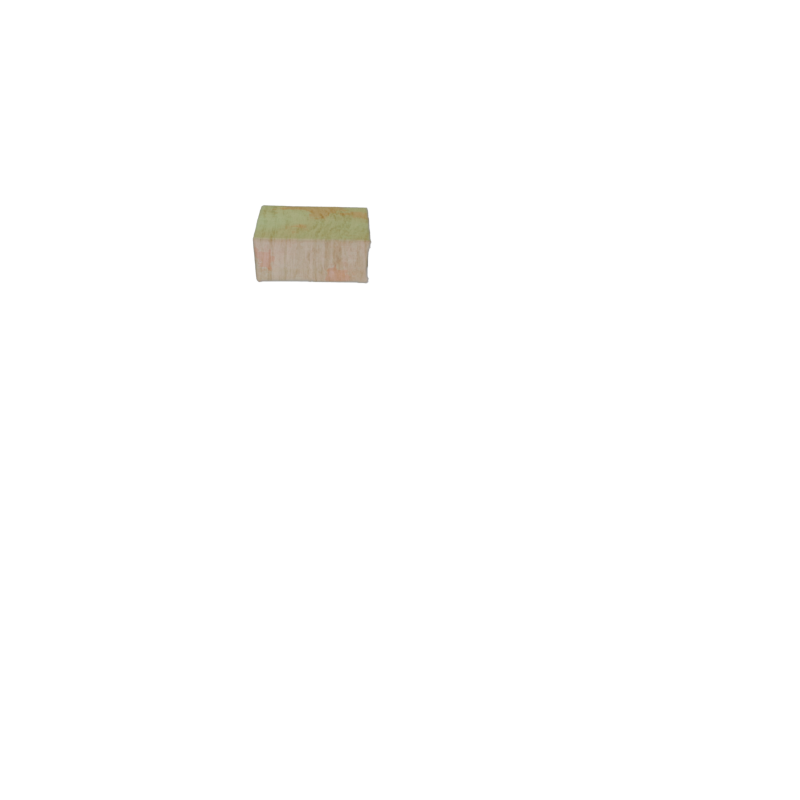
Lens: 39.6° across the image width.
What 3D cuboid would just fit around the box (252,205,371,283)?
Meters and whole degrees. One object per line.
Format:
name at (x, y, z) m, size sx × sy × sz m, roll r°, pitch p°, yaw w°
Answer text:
box at (-0.069, -0.126, 0.884) m, size 0.090 × 0.037 × 0.119 m, roll 0°, pitch 24°, yaw -2°
